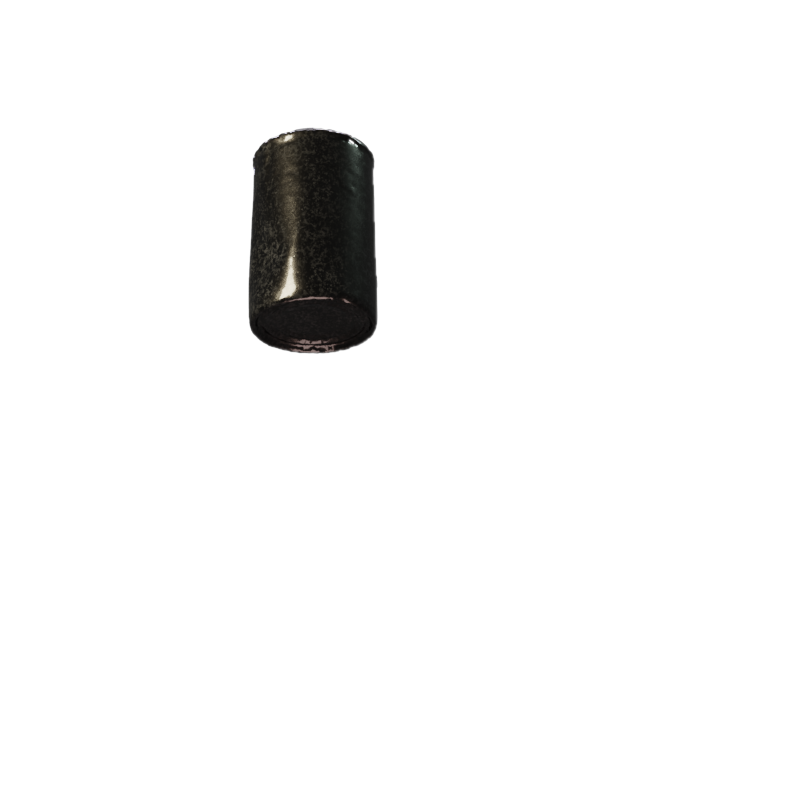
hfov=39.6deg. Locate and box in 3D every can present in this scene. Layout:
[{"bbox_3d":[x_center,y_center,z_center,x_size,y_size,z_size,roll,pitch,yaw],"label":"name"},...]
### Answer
[{"bbox_3d":[-0.046,-0.084,0.592,0.068,0.109,0.065,0,-27,-2],"label":"can"}]
